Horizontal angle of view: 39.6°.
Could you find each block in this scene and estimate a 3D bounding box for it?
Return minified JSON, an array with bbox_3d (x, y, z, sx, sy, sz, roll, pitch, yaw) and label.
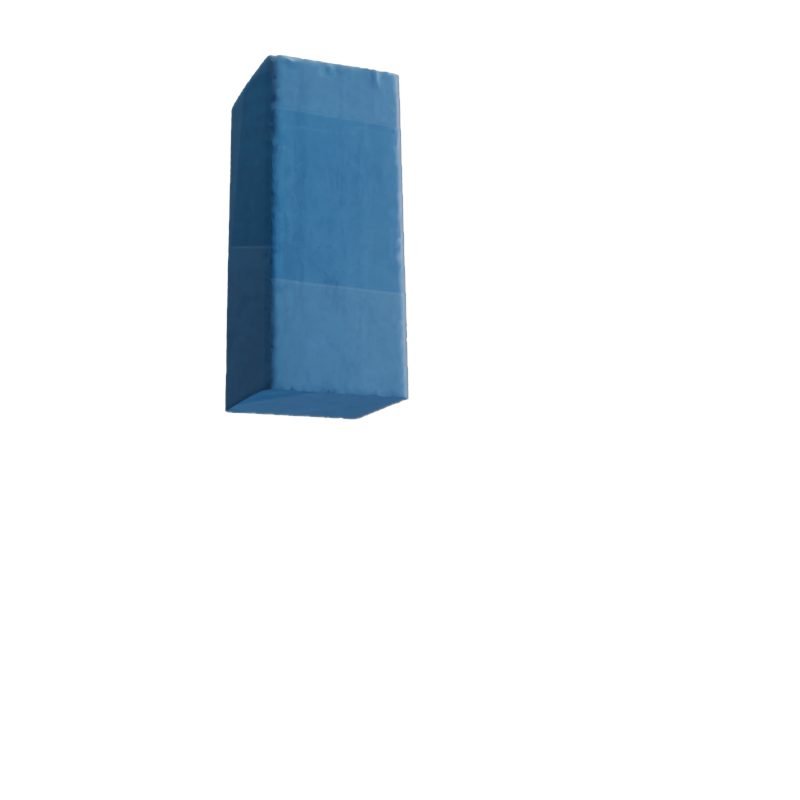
[{"bbox_3d":[-0.054,-0.099,0.695,0.088,0.215,0.089,5,-17,-21],"label":"block"}]
